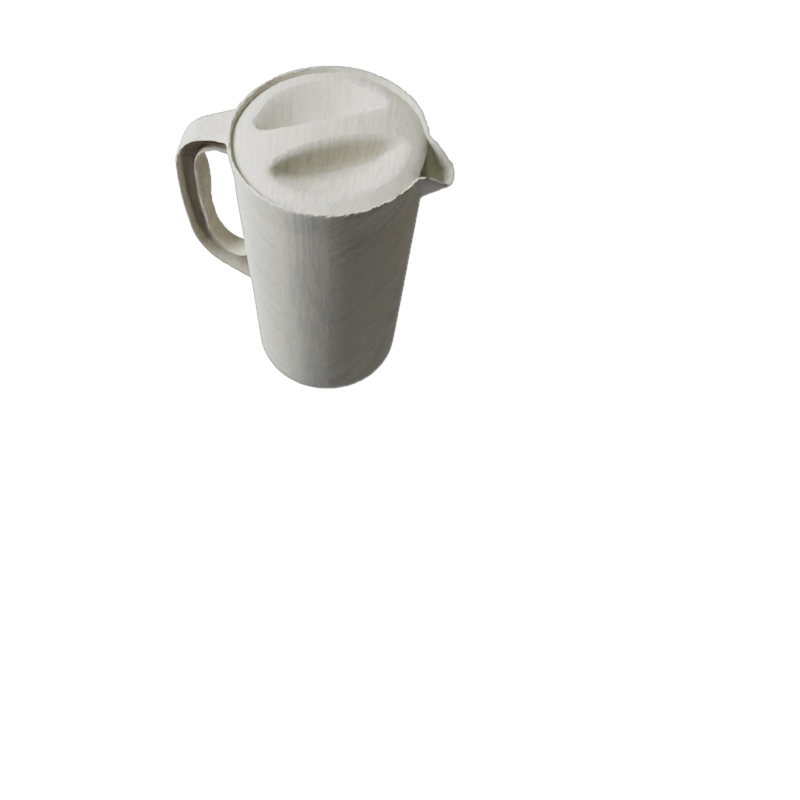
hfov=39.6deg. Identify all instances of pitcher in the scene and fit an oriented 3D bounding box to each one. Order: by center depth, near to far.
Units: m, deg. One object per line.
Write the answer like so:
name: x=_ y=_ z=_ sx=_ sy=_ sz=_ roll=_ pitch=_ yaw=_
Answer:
pitcher: x=-0.063 y=-0.115 z=0.806 sx=0.145 sy=0.159 sz=0.227 roll=-29 pitch=-28 yaw=-20
